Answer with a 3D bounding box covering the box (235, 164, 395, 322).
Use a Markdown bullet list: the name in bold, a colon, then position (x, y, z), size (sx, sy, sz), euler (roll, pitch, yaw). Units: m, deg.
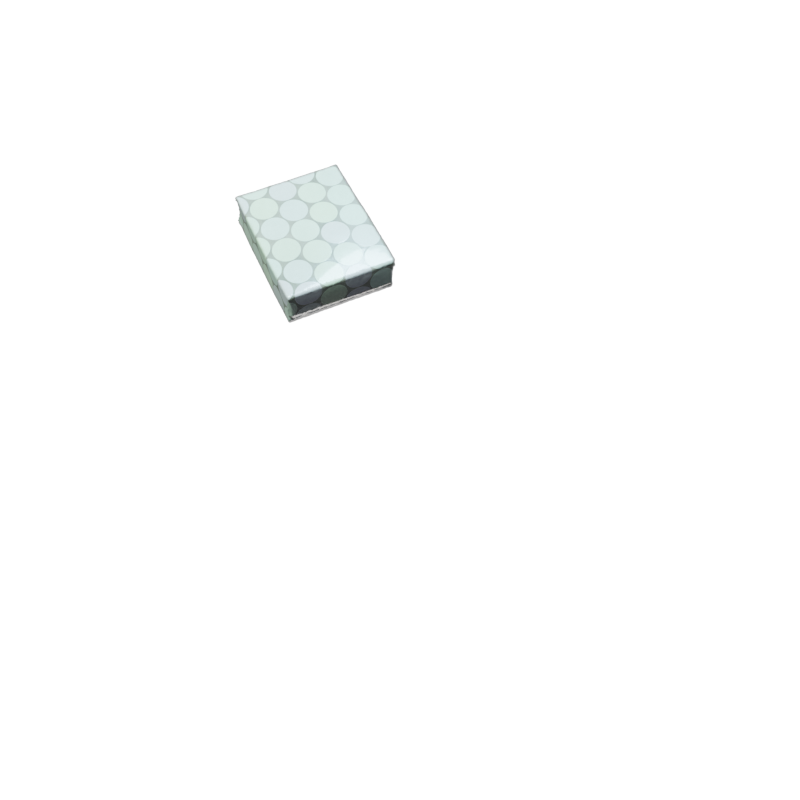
- **box**: position (-0.068, -0.125, 0.873), size (0.089, 0.122, 0.036), euler (-20, -35, -15)
